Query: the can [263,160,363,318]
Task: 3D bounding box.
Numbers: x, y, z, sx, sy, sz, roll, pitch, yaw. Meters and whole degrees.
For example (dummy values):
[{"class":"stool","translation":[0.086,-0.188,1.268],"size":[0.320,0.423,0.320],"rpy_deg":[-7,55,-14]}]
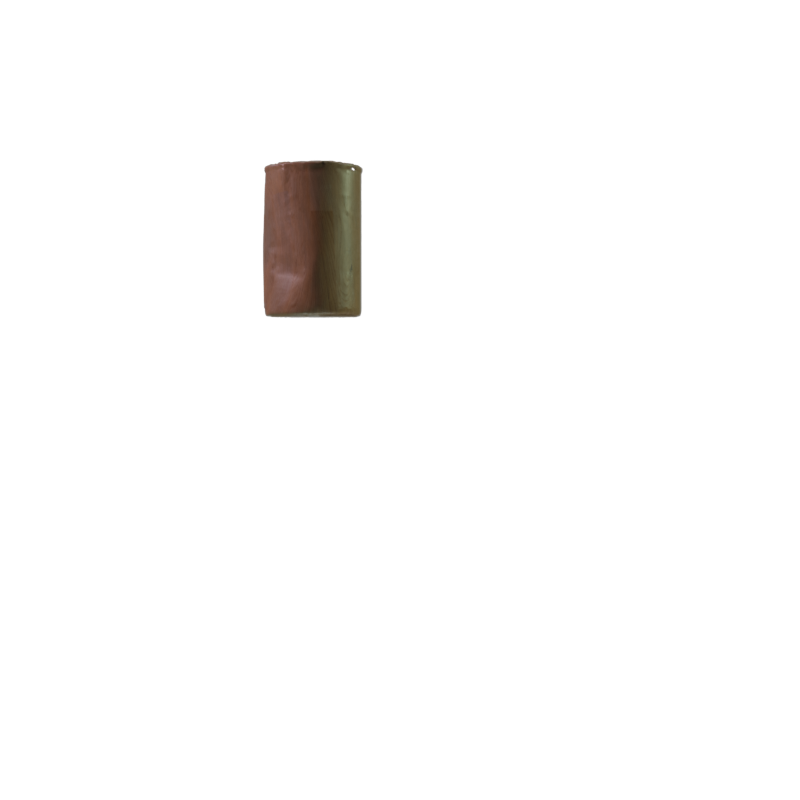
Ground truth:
[{"class":"can","translation":[-0.059,-0.108,0.758],"size":[0.068,0.103,0.068],"rpy_deg":[0,-3,-2]}]
